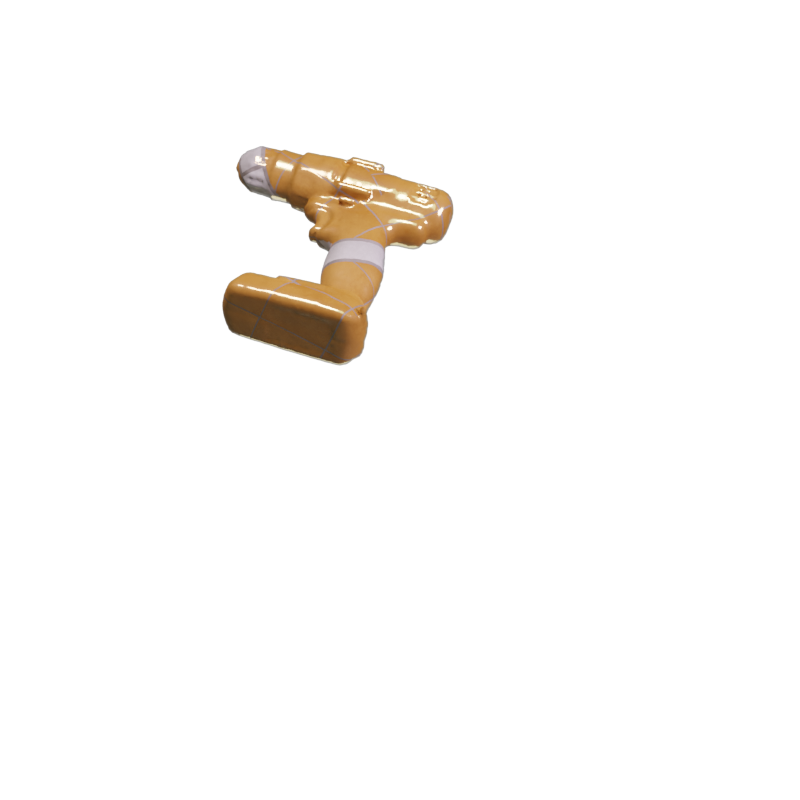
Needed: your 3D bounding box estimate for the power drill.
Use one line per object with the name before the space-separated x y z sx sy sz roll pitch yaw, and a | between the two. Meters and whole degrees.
power drill | -0.067 -0.123 0.861 0.189 0.196 0.053 14 -42 13
